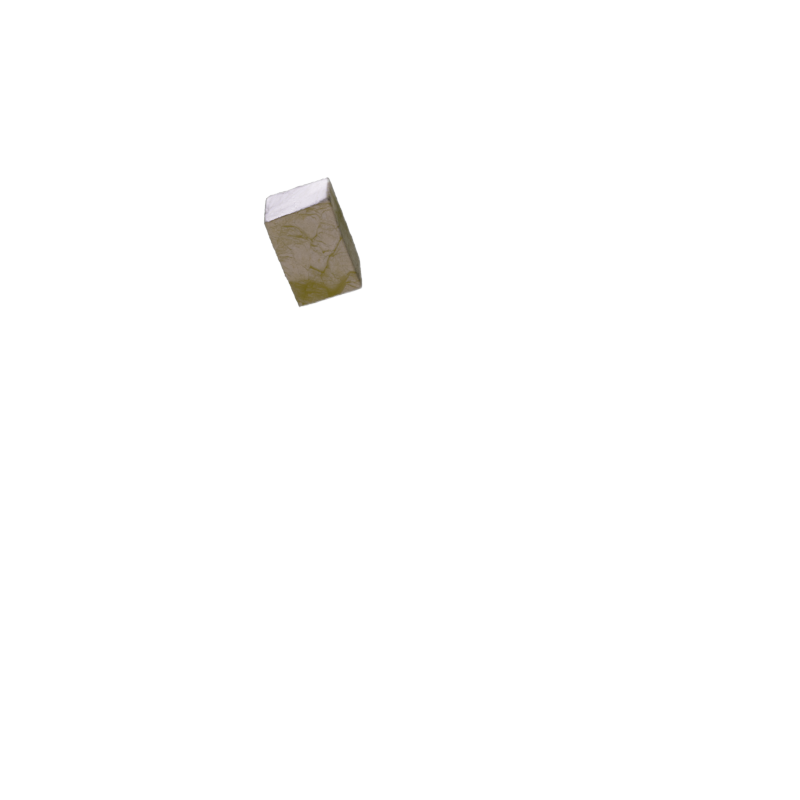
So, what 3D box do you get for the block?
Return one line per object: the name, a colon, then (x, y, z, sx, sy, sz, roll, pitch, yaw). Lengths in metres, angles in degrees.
block: (-0.066, -0.120, 0.838, 0.053, 0.073, 0.054, -17, 28, 7)
